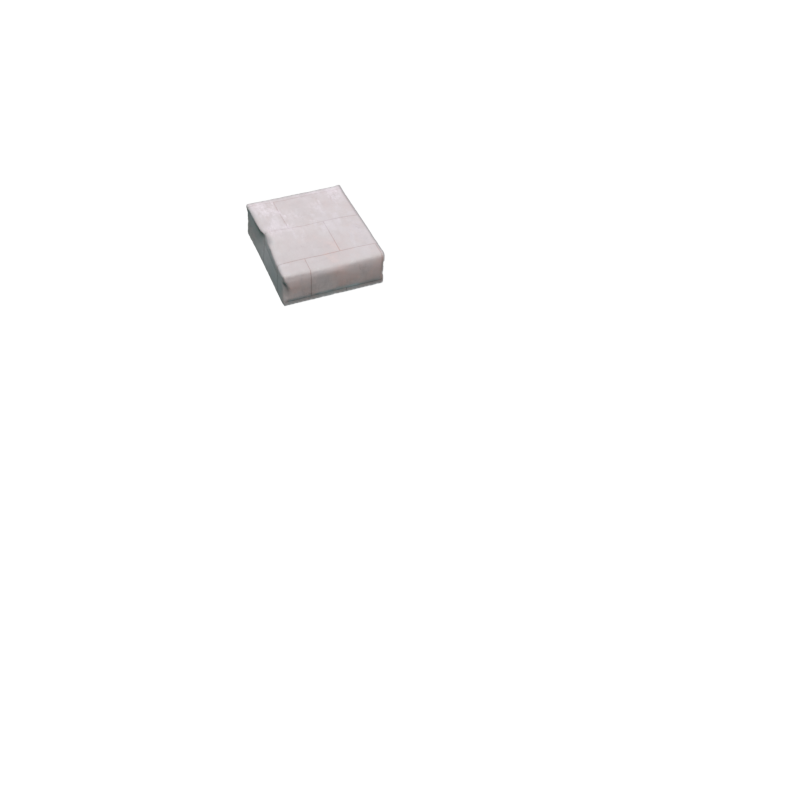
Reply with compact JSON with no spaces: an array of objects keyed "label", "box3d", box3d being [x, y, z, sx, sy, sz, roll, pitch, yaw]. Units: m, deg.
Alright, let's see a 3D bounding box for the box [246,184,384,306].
[{"label":"box","box3d":[-0.061,-0.111,0.776,0.072,0.028,0.097,-14,45,-15]}]
